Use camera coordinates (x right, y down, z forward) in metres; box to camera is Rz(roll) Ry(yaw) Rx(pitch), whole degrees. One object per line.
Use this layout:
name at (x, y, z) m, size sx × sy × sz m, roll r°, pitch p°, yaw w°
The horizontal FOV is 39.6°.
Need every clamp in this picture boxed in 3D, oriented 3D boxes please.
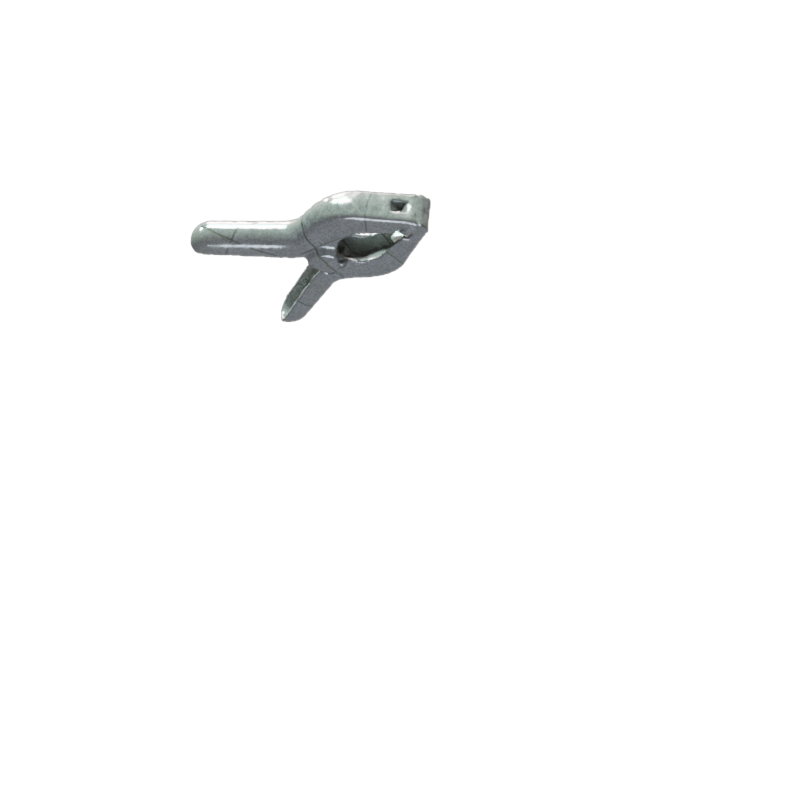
clamp at (-0.061, -0.112, 0.783) m, size 0.172 × 0.042 × 0.112 m, roll -24°, pitch -36°, yaw 37°
